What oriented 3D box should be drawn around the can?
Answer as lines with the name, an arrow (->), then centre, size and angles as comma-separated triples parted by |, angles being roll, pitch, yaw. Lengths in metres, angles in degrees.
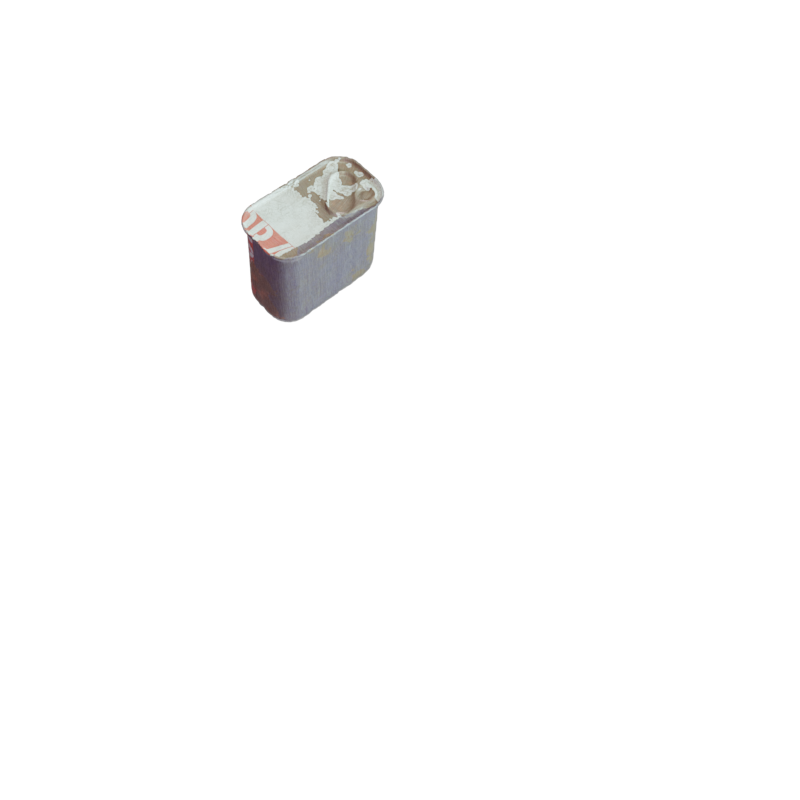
can -> -0.063, -0.115, 0.804 | 0.102, 0.061, 0.078 | -37, -25, -23
